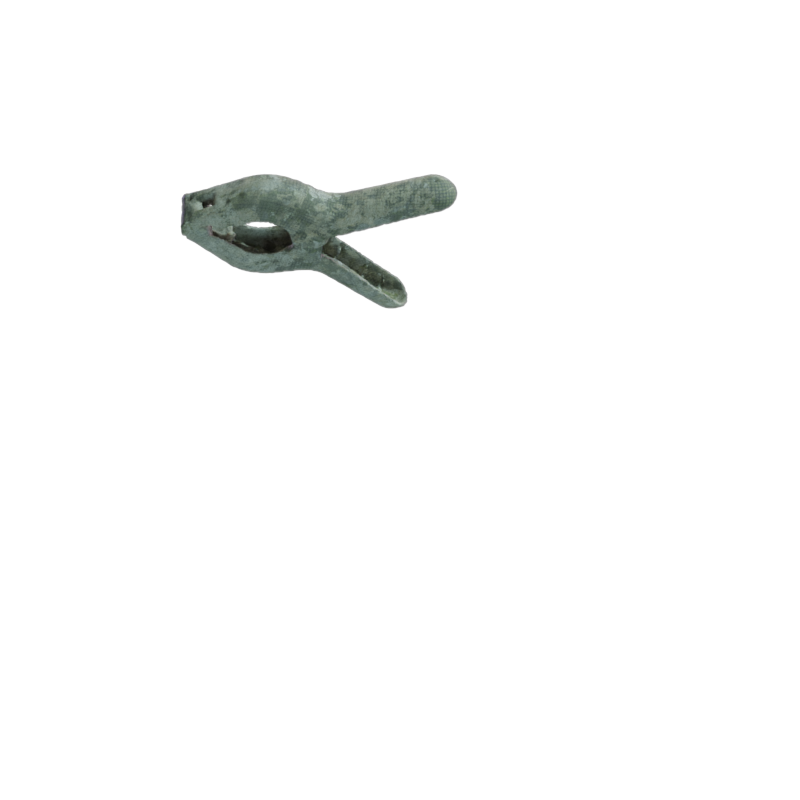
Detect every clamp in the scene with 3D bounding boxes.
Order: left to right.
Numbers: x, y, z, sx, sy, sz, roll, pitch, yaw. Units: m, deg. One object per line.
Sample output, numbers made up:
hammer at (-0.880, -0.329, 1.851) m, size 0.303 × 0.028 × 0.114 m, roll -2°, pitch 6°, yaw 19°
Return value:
clamp at (-0.056, -0.103, 0.721) m, size 0.170 × 0.042 × 0.112 m, roll 4°, pitch -43°, yaw -4°
